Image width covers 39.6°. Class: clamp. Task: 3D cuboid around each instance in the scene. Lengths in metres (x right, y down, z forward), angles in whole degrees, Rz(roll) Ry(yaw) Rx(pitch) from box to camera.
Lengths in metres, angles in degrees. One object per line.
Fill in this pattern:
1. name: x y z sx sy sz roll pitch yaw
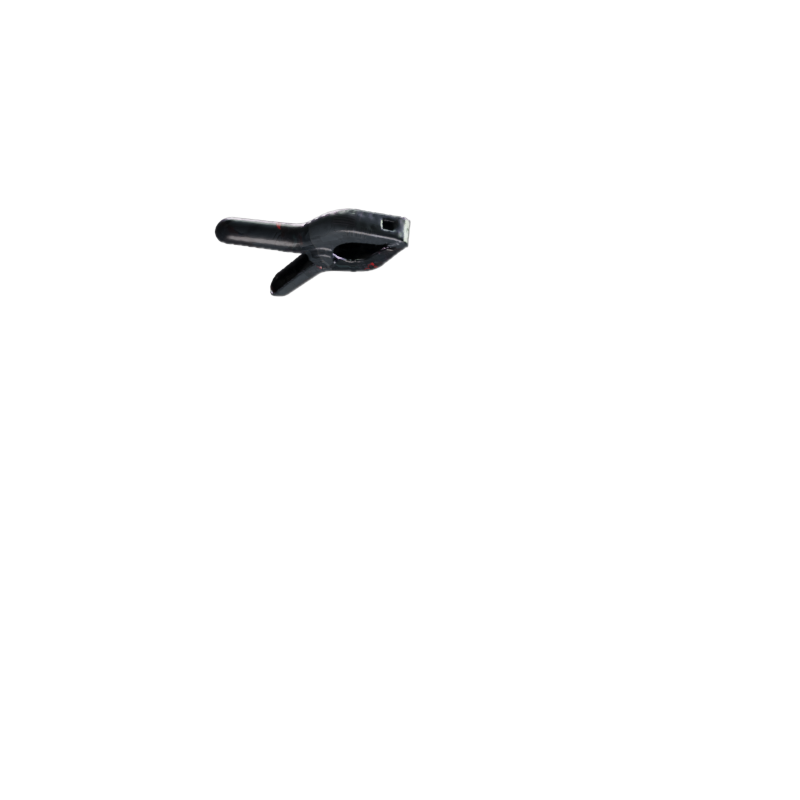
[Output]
1. clamp: -0.078 -0.142 0.995 0.174 0.041 0.112 -14 -26 30
